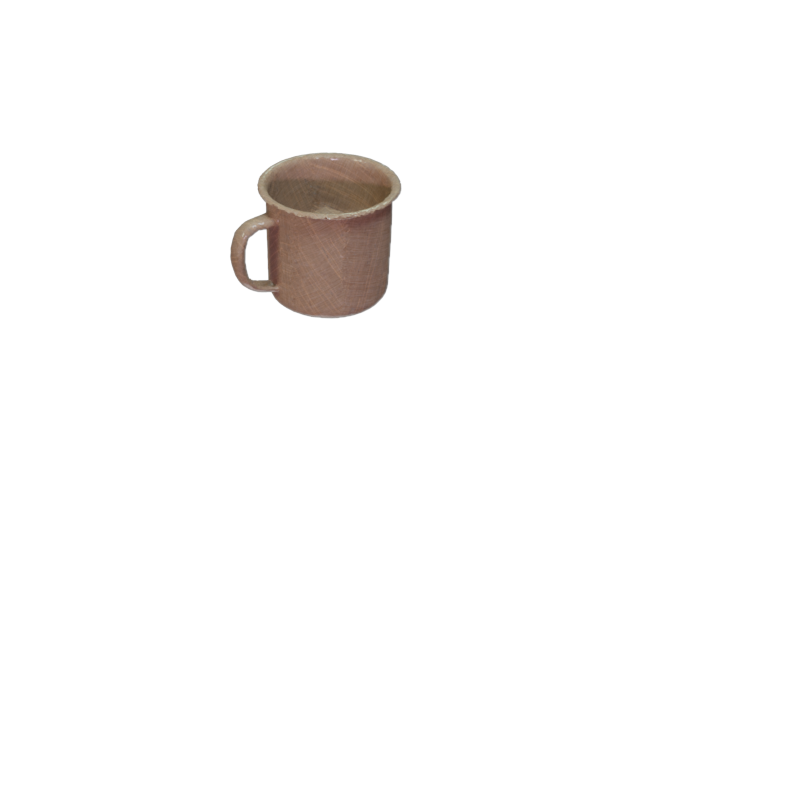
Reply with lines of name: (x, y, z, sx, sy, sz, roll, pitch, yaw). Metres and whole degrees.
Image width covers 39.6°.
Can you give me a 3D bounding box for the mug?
mug: (-0.057, -0.104, 0.729, 0.116, 0.076, 0.100, -20, 40, -28)
